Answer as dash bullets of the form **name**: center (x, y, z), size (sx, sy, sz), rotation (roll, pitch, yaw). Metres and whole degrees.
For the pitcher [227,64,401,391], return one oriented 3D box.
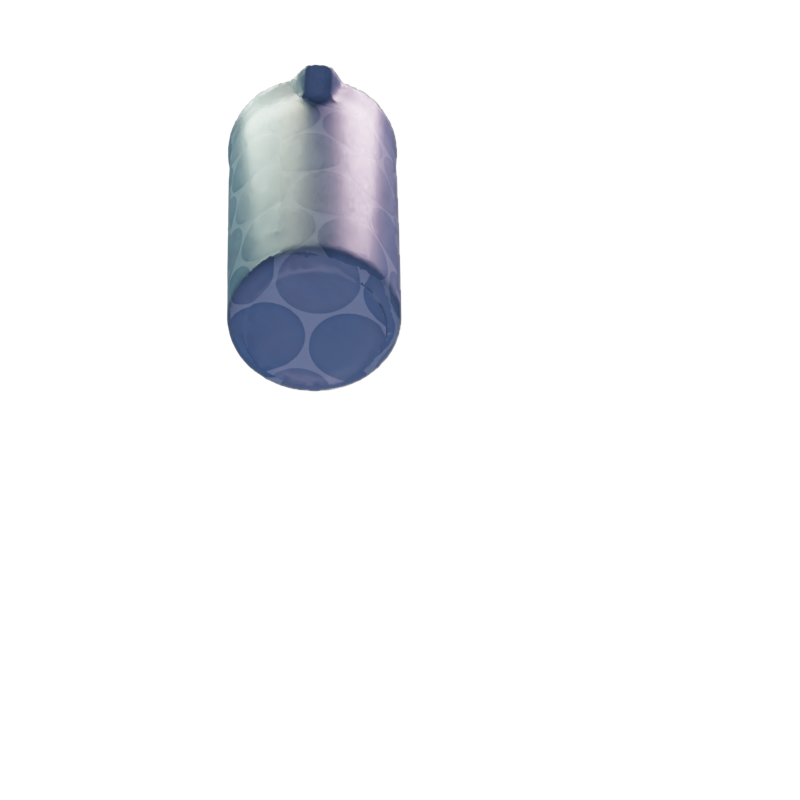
- **pitcher**: center (-0.061, -0.112, 0.783), size (0.144, 0.140, 0.260), rotation (-34, 31, 20)
